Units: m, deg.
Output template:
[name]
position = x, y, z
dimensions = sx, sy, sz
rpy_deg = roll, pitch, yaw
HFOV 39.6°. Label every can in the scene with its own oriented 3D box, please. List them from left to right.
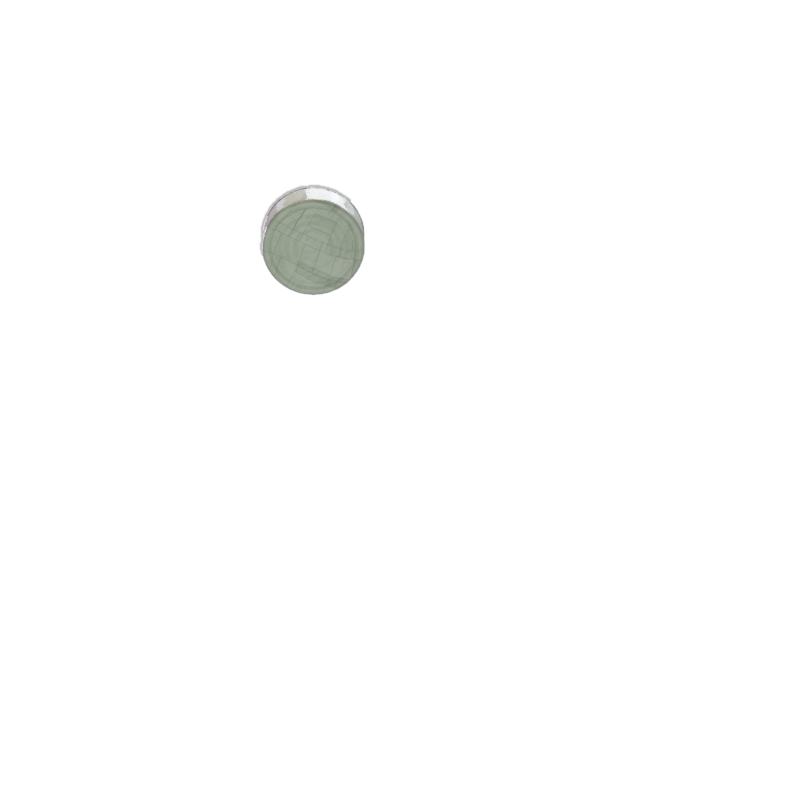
[can]
position = -0.072, -0.131, 0.917
dimensions = 0.086, 0.082, 0.035
rpy_deg = 1, 24, -1
